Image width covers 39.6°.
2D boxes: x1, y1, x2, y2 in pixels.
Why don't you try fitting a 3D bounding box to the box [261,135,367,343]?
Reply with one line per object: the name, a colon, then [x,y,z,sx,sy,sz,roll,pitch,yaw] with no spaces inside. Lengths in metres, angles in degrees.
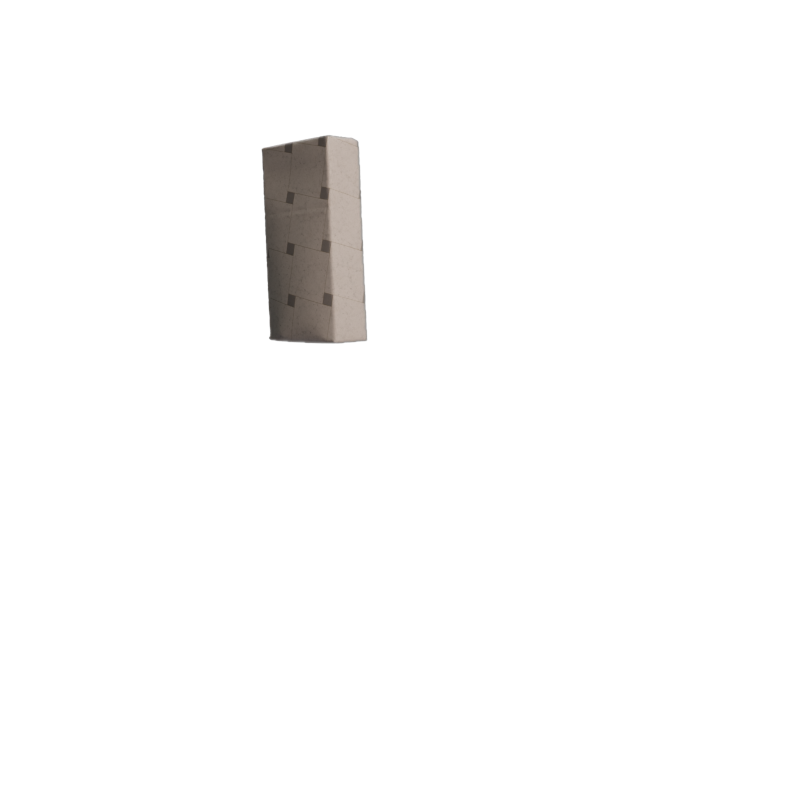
box: [-0.076,-0.139,0.973,0.046,0.178,0.097,3,-3,-43]
